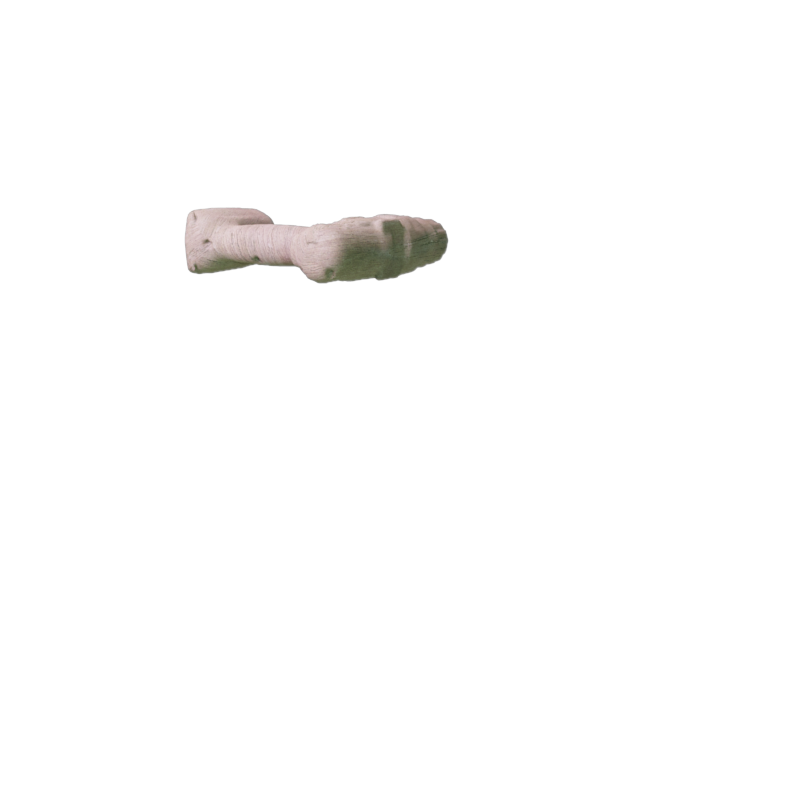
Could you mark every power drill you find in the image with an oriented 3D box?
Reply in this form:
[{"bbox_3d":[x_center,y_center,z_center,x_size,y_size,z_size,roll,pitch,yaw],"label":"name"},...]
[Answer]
[{"bbox_3d":[-0.074,-0.134,0.941,0.195,0.057,0.179,6,11,34],"label":"power drill"}]
